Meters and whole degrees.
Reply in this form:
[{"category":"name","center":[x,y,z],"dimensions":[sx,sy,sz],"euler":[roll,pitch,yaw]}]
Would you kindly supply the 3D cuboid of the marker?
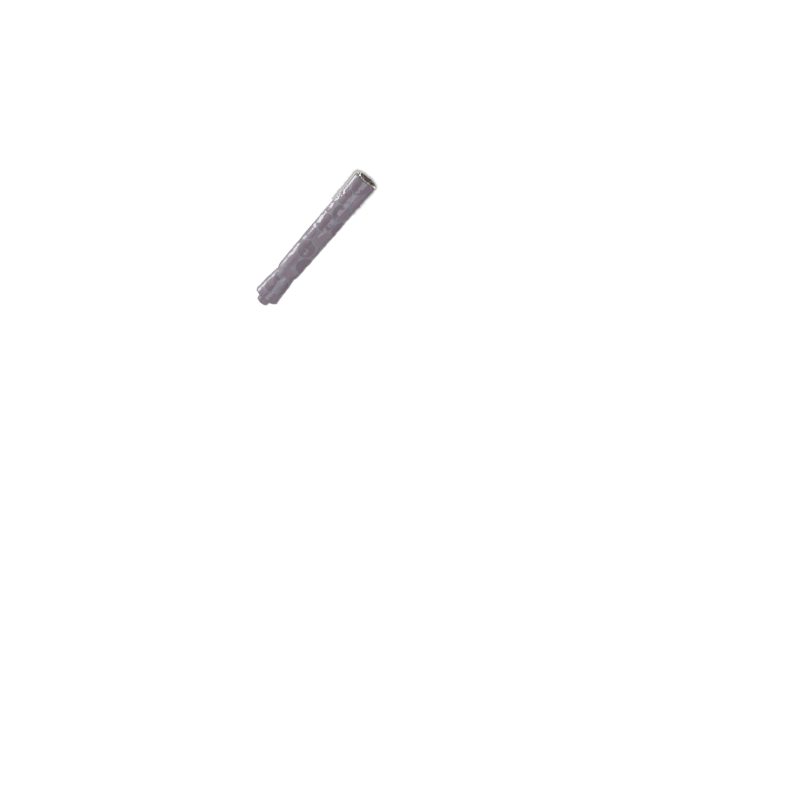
[{"category":"marker","center":[-0.062,-0.113,0.790],"dimensions":[0.019,0.119,0.021],"euler":[37,20,-19]}]
